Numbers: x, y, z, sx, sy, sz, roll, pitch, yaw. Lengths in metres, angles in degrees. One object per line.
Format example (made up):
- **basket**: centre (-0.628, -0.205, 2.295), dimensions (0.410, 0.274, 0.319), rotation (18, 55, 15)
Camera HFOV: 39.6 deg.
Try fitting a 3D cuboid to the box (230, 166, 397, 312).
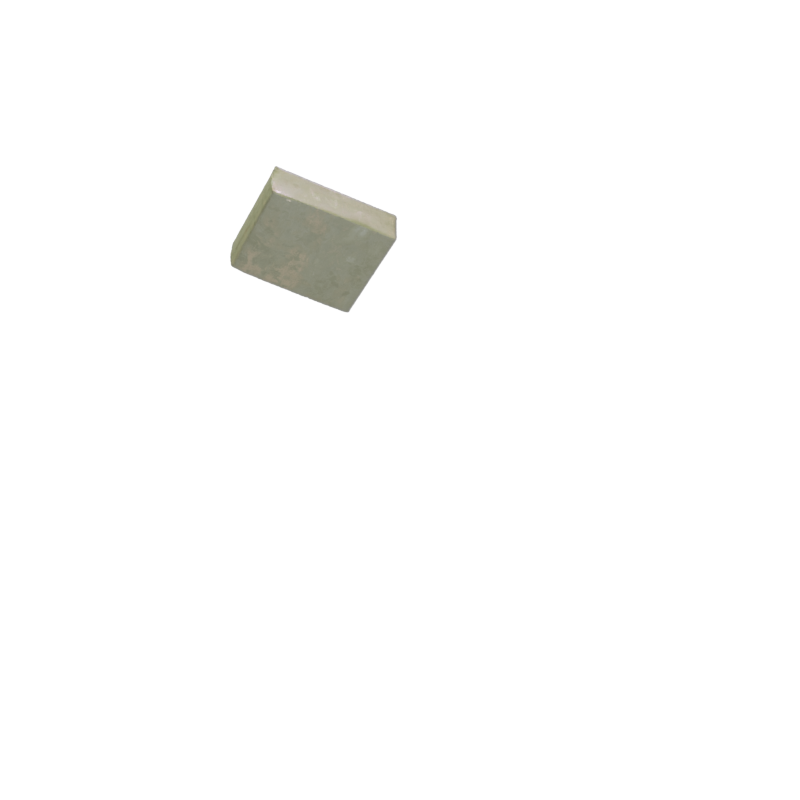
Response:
- **box**: centre (-0.071, -0.130, 0.909), dimensions (0.110, 0.087, 0.042), rotation (20, 38, -17)
